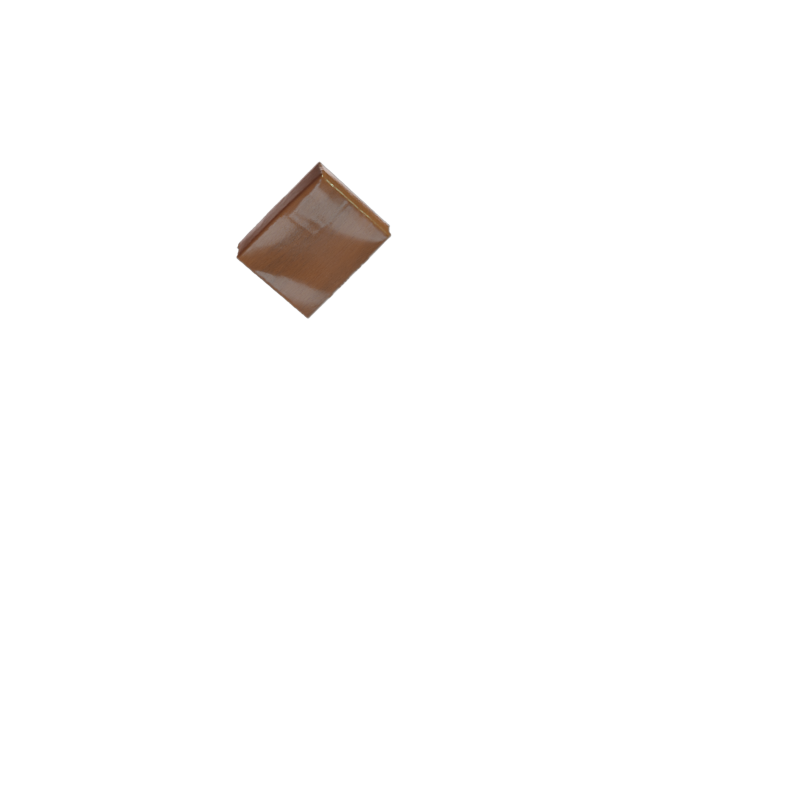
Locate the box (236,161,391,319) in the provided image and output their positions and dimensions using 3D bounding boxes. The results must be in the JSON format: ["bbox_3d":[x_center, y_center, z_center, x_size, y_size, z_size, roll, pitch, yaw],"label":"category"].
[{"bbox_3d":[-0.078,-0.142,0.997,0.086,0.112,0.041,42,17,-17],"label":"box"}]
